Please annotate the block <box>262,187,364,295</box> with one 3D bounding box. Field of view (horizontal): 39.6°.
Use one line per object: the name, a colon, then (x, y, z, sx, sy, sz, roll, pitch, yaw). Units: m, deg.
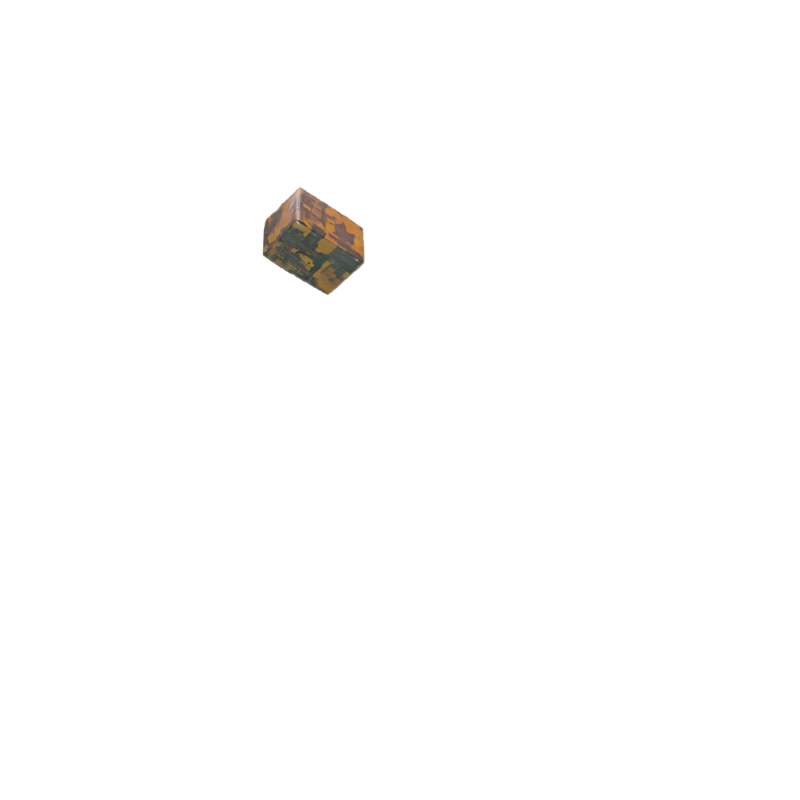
block: (-0.078, -0.141, 0.991, 0.074, 0.055, 0.052, 31, -55, -27)
